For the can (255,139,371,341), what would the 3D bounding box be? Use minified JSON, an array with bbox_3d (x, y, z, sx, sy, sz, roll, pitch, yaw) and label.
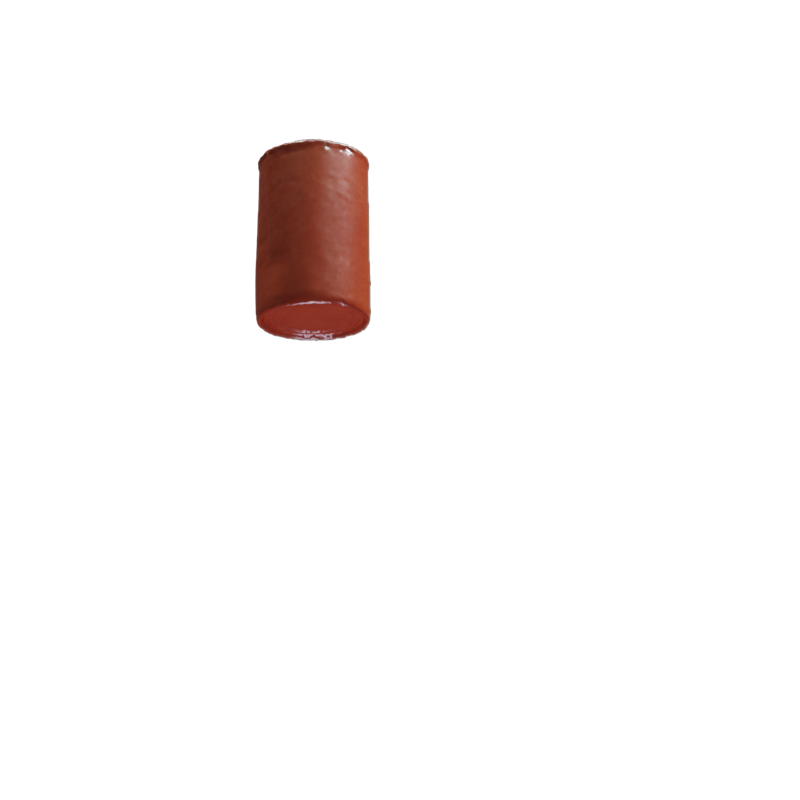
[{"bbox_3d":[-0.051,-0.093,0.654,0.068,0.107,0.065,0,-21,-2],"label":"can"}]
